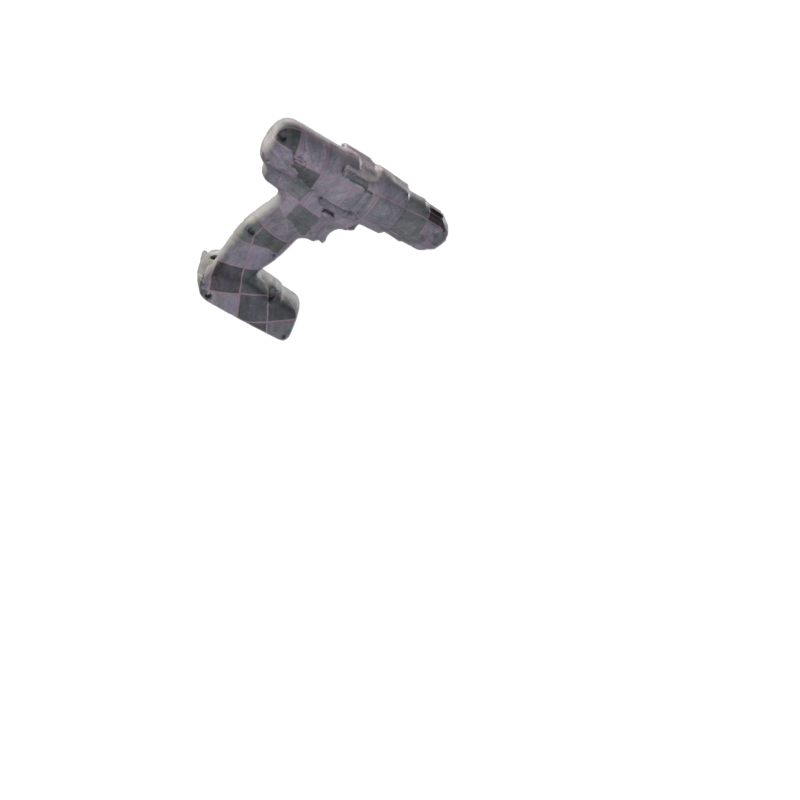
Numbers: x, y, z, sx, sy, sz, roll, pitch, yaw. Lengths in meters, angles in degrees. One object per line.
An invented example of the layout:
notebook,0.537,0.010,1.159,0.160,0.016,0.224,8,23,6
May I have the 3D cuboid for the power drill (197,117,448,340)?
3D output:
power drill,-0.076,-0.139,0.975,0.177,0.183,0.061,31,29,-20
